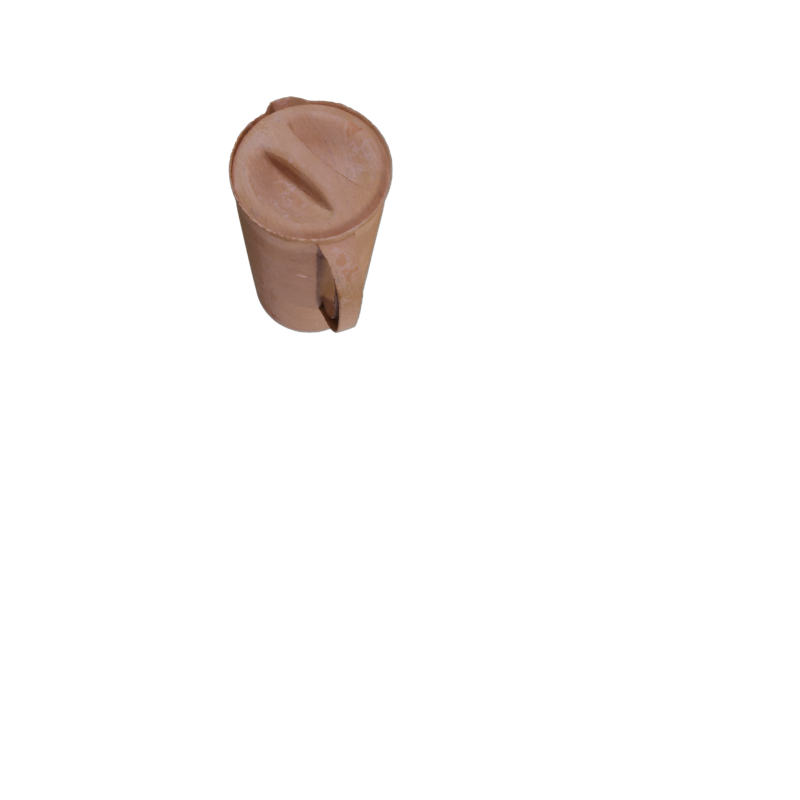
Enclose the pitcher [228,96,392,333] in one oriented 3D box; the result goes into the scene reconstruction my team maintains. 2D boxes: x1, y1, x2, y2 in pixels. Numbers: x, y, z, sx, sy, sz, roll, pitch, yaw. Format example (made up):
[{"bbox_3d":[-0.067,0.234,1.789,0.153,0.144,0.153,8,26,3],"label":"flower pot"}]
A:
[{"bbox_3d":[-0.078,-0.142,0.993,0.148,0.154,0.231,24,-21,6],"label":"pitcher"}]
